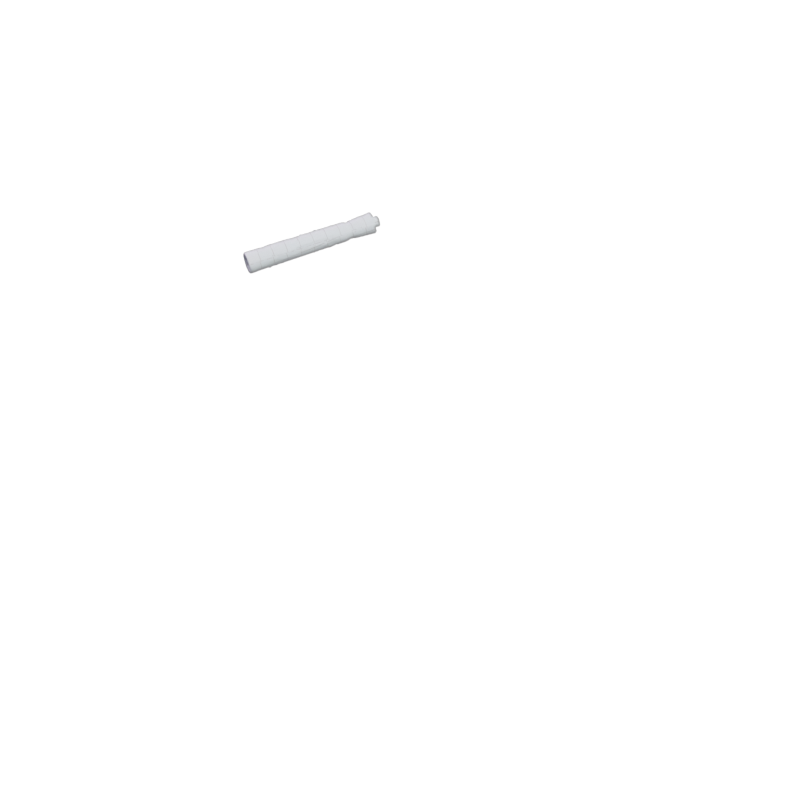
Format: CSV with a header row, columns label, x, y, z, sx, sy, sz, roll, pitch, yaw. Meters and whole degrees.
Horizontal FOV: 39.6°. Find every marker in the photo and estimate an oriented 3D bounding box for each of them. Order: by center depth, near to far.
label,x,y,z,sx,sy,sz,roll,pitch,yaw
marker,-0.074,-0.135,0.946,0.120,0.019,0.020,-20,9,-12
